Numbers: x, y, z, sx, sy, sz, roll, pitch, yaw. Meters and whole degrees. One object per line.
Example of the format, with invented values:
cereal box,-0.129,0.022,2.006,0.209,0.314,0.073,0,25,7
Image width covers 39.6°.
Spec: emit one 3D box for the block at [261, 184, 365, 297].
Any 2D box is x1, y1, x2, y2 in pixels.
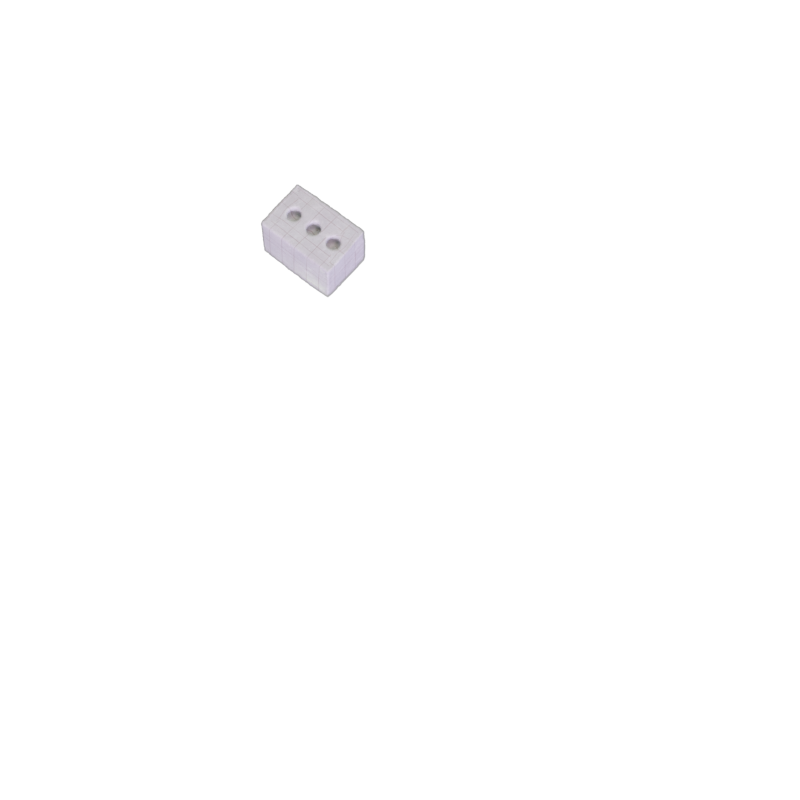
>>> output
block,-0.076,-0.139,0.973,0.081,0.054,0.048,36,-21,15
